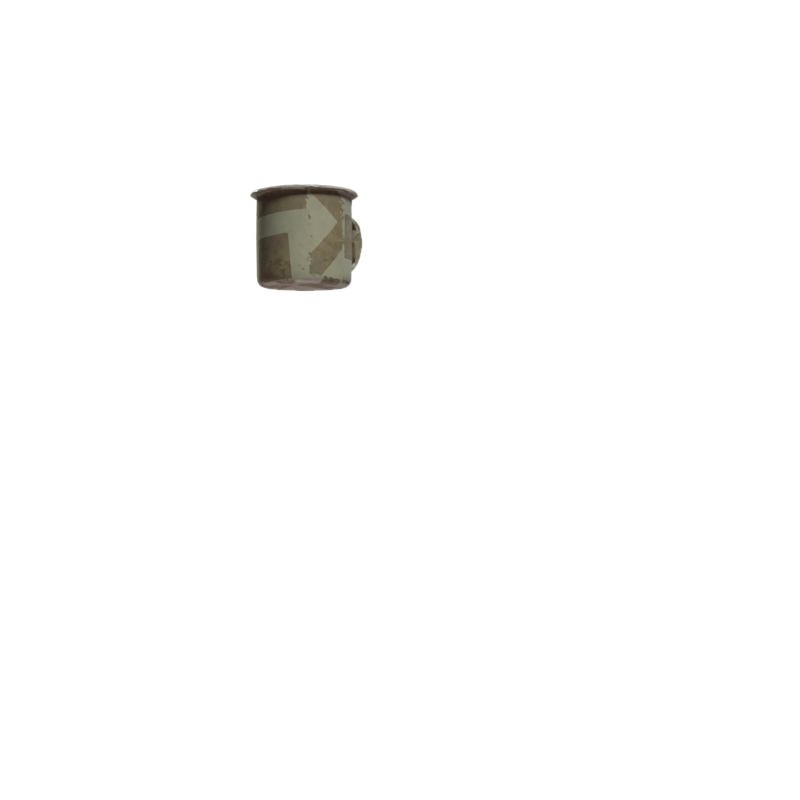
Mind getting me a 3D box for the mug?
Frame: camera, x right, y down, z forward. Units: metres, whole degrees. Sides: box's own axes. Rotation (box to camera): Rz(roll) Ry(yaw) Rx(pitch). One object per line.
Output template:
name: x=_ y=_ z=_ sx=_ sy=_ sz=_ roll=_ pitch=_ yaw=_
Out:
mug: x=-0.075 y=-0.137 z=0.963 sx=0.096 sy=0.083 sz=0.112 roll=-3 pitch=-3 yaw=38
